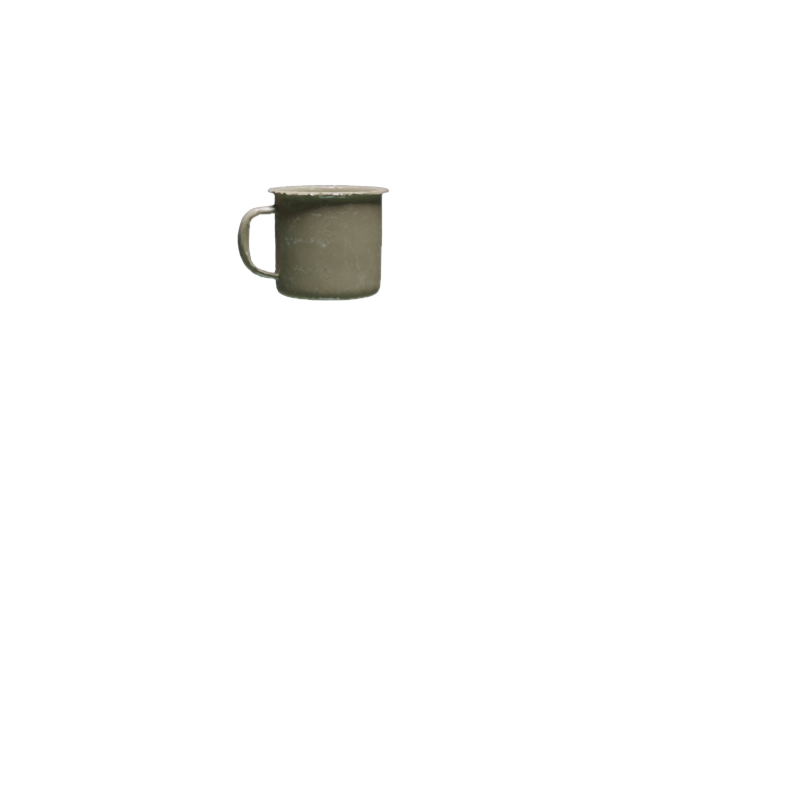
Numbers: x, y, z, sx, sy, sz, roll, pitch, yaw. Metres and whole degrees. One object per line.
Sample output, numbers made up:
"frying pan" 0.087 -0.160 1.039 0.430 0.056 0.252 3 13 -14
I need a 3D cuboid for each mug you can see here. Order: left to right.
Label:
"mug" -0.066 -0.121 0.849 0.115 0.080 0.097 -4 12 -18
